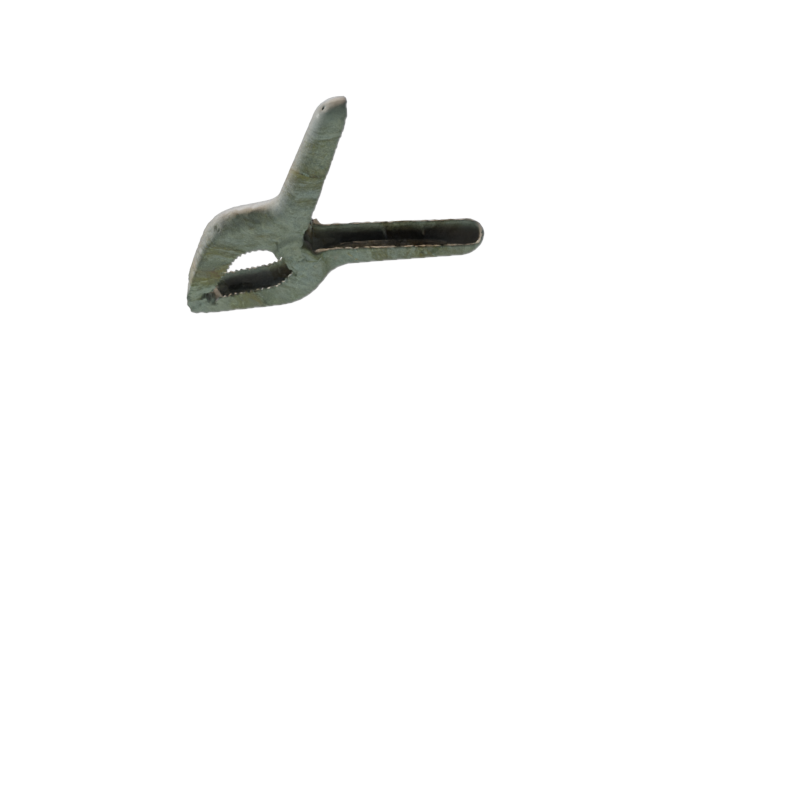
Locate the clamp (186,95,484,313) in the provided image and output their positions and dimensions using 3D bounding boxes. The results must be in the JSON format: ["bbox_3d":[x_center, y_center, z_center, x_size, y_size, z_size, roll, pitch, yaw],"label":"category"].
[{"bbox_3d":[-0.059,-0.108,0.759,0.209,0.039,0.154,-30,-46,34],"label":"clamp"}]
